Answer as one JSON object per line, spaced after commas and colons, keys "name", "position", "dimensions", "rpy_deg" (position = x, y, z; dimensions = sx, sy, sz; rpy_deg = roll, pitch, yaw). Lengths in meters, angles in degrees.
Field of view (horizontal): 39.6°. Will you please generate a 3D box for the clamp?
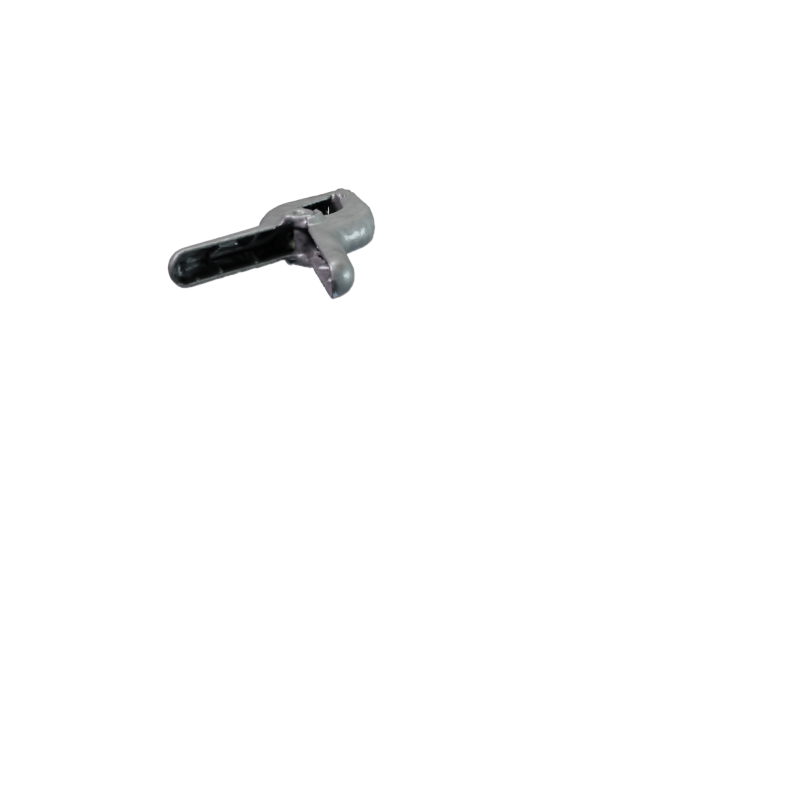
{"name": "clamp", "position": [-0.057, -0.103, 0.725], "dimensions": [0.125, 0.037, 0.173], "rpy_deg": [14, 31, 24]}
